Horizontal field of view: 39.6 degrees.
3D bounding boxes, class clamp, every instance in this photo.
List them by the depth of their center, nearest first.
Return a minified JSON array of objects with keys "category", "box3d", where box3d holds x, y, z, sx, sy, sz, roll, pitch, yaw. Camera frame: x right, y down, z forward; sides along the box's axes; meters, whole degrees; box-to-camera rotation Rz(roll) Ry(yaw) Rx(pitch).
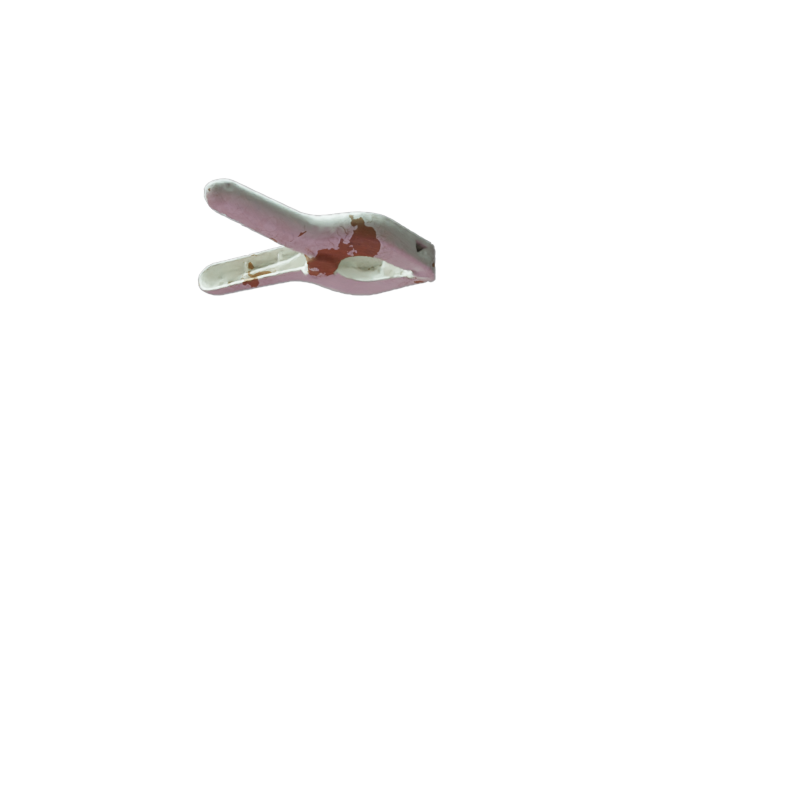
[{"category":"clamp","box3d":[-0.060,-0.109,0.762,0.172,0.041,0.113,0,-24,0]}]
